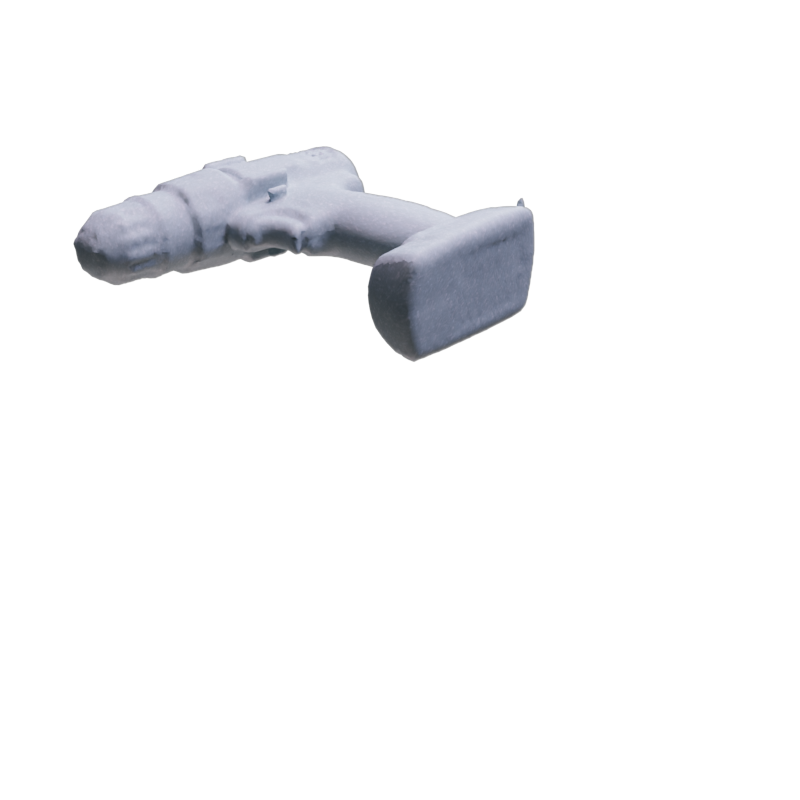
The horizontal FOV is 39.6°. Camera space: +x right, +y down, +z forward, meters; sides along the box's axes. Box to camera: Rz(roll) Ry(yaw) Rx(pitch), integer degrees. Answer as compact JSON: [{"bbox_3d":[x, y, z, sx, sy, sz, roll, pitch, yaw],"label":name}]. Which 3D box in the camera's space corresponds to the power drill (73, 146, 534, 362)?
[{"bbox_3d":[-0.044,-0.080,0.559,0.199,0.054,0.183,24,36,37],"label":"power drill"}]
